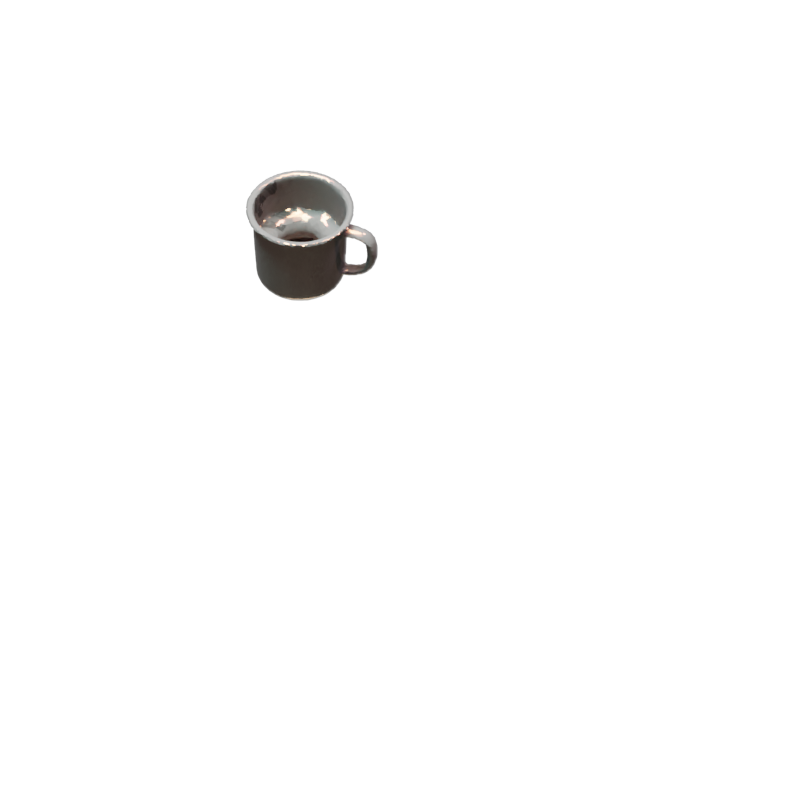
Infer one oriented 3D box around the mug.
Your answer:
[{"bbox_3d":[-0.077,-0.140,0.981,0.119,0.098,0.076,12,-39,8],"label":"mug"}]
